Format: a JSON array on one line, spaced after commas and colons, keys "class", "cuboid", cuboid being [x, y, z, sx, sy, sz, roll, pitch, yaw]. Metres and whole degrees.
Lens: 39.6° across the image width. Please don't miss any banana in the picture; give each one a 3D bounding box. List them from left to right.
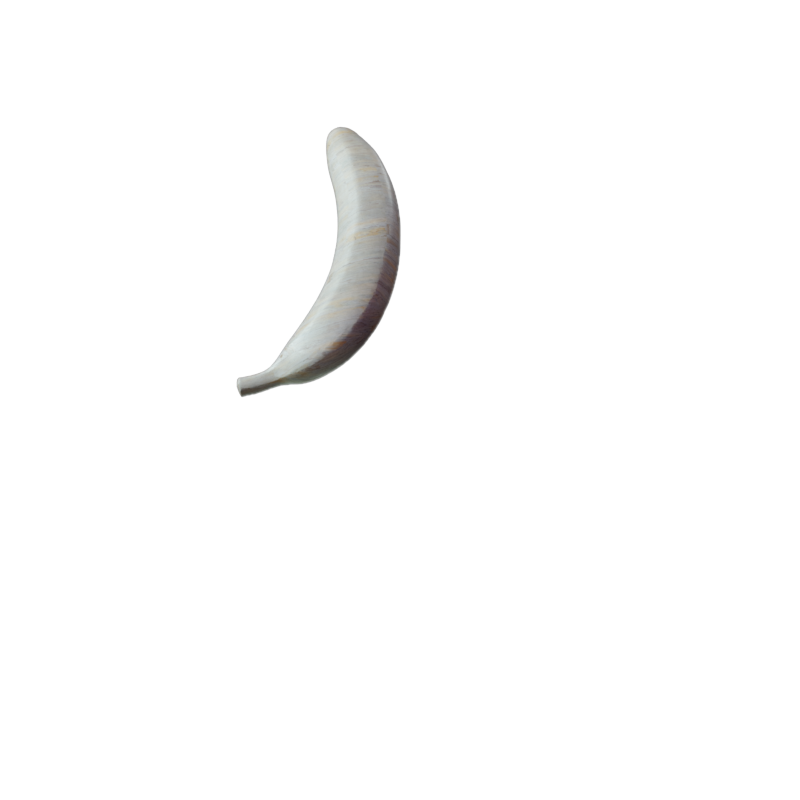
[{"class": "banana", "cuboid": [-0.034, -0.085, 0.644, 0.071, 0.208, 0.034, 12, -34, 7]}]
